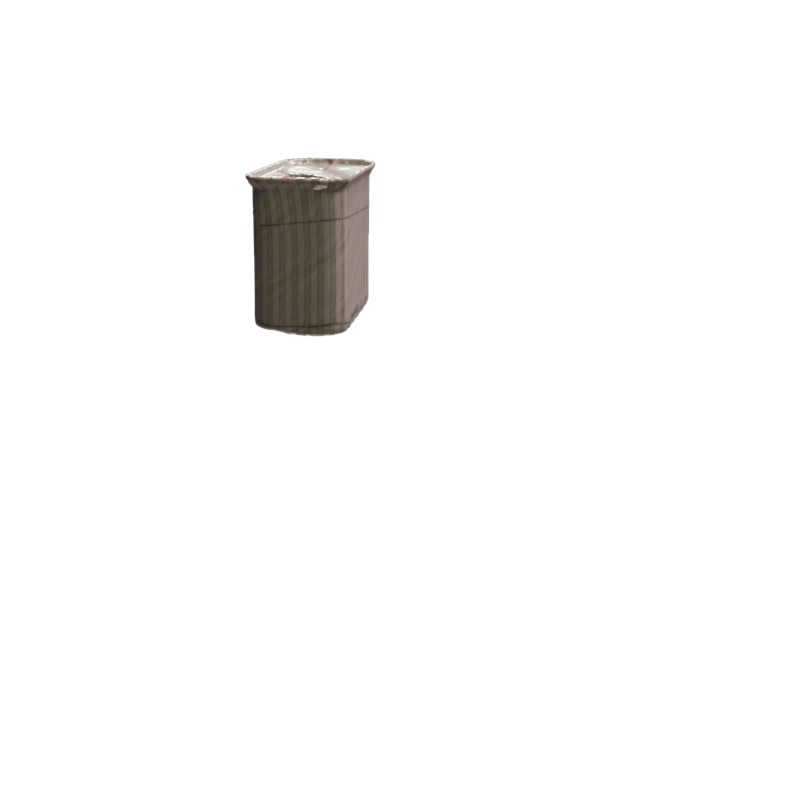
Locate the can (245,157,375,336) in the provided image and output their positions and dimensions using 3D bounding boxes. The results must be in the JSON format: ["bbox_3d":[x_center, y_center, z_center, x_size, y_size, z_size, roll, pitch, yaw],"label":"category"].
[{"bbox_3d":[-0.048,-0.088,0.616,0.058,0.081,0.103,3,15,9],"label":"can"}]
